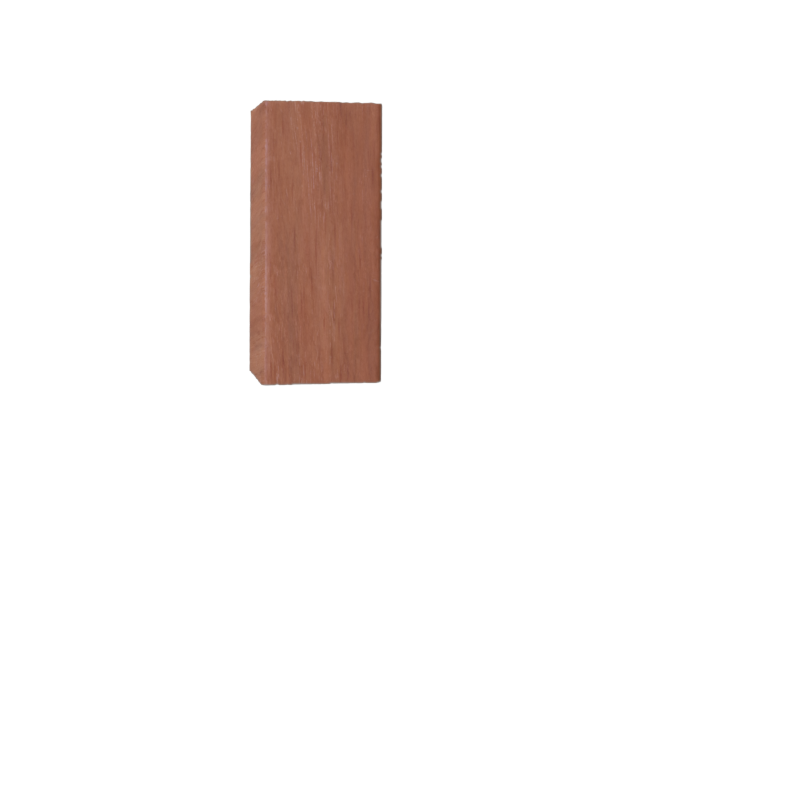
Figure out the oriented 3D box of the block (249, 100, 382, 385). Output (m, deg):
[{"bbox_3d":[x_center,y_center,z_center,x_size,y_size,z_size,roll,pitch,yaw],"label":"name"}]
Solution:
[{"bbox_3d":[-0.066,-0.121,0.848,0.089,0.205,0.092,0,2,-12],"label":"block"}]
